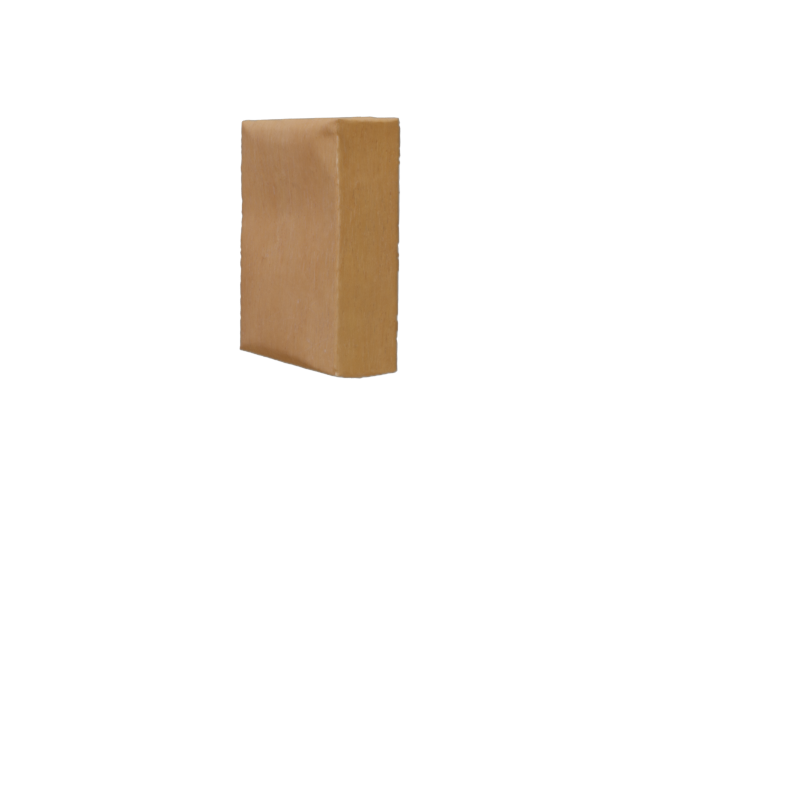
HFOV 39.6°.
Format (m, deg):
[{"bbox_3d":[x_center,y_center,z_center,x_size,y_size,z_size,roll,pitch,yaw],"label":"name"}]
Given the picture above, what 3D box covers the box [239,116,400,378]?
[{"bbox_3d":[-0.075,-0.137,0.961,0.069,0.211,0.172,-4,9,-35],"label":"box"}]
